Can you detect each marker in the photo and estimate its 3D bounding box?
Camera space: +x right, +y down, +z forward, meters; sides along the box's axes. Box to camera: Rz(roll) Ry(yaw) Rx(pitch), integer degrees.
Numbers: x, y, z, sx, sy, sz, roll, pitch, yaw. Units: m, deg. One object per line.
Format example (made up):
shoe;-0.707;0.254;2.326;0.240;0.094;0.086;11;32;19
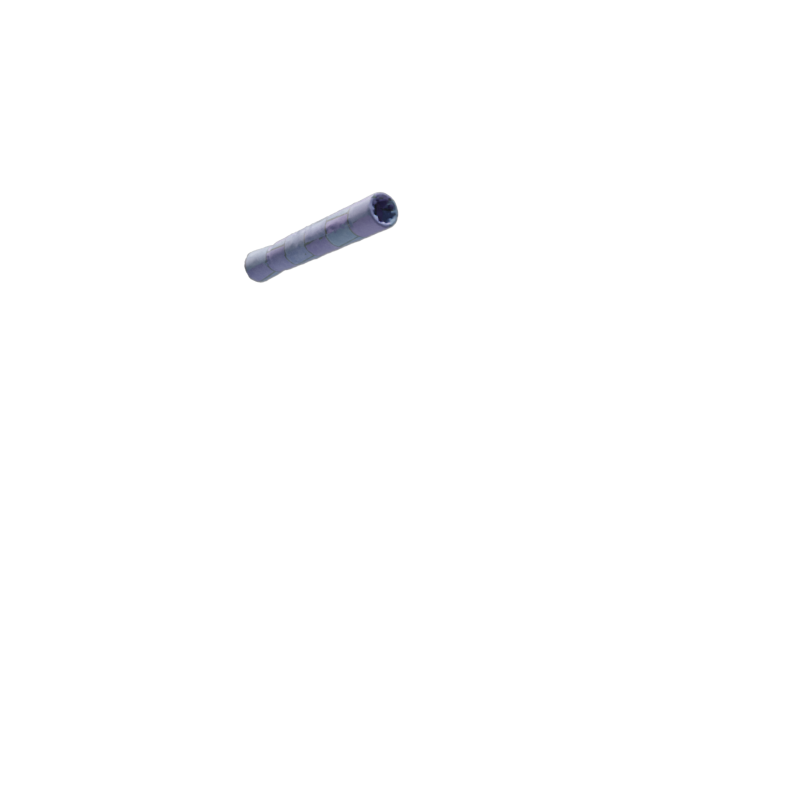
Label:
marker;-0.046;-0.083;0.584;0.019;0.020;0.122;-3;-7;-39
